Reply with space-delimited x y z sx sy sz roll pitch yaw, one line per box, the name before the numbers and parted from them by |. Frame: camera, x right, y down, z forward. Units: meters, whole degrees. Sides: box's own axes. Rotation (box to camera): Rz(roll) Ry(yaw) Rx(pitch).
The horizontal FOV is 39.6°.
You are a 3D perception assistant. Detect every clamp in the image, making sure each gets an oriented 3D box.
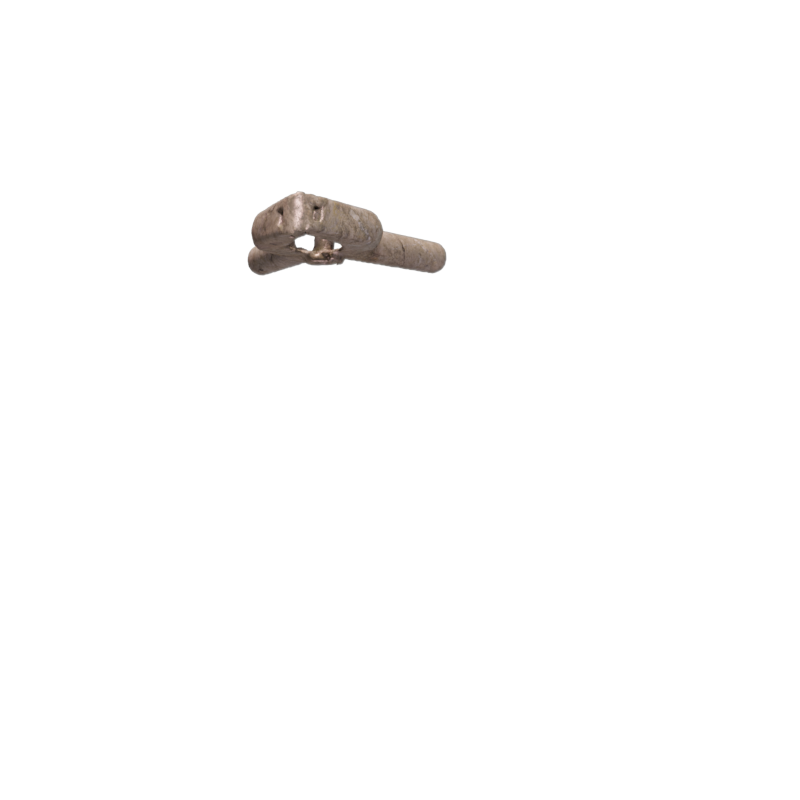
clamp | -0.065 -0.119 0.836 0.168 0.037 0.202 -1 -3 16
